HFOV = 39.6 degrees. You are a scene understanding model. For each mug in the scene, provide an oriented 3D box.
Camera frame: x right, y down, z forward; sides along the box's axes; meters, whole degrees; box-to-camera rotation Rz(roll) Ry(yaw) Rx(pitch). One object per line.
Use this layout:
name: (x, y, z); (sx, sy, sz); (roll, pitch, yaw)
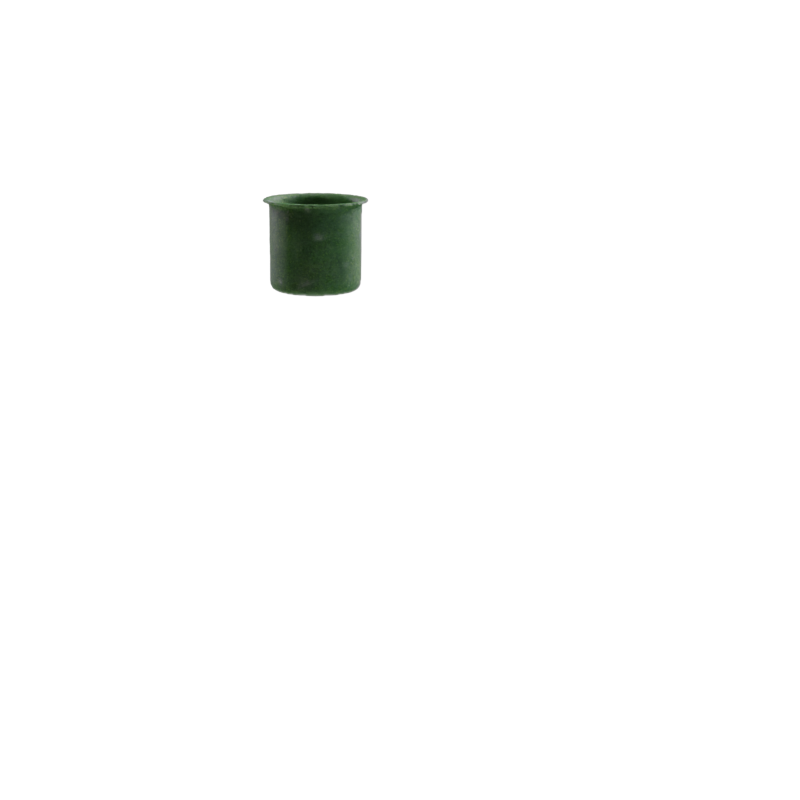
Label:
mug: (-0.078, -0.142, 0.998); (0.092, 0.079, 0.122); (-3, 15, -12)
